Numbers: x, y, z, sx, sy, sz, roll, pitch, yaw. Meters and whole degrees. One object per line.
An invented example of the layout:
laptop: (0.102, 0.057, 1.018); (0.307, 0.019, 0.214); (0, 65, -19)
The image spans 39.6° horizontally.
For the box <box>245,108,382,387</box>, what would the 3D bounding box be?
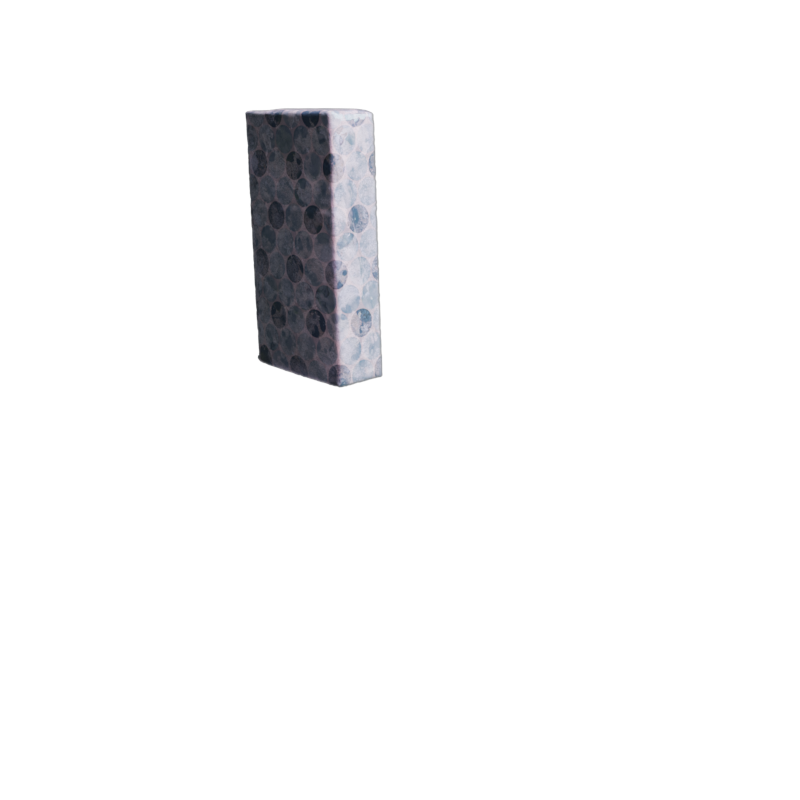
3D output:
box: (-0.057, -0.105, 0.738); (0.047, 0.173, 0.098); (-7, 12, -41)
